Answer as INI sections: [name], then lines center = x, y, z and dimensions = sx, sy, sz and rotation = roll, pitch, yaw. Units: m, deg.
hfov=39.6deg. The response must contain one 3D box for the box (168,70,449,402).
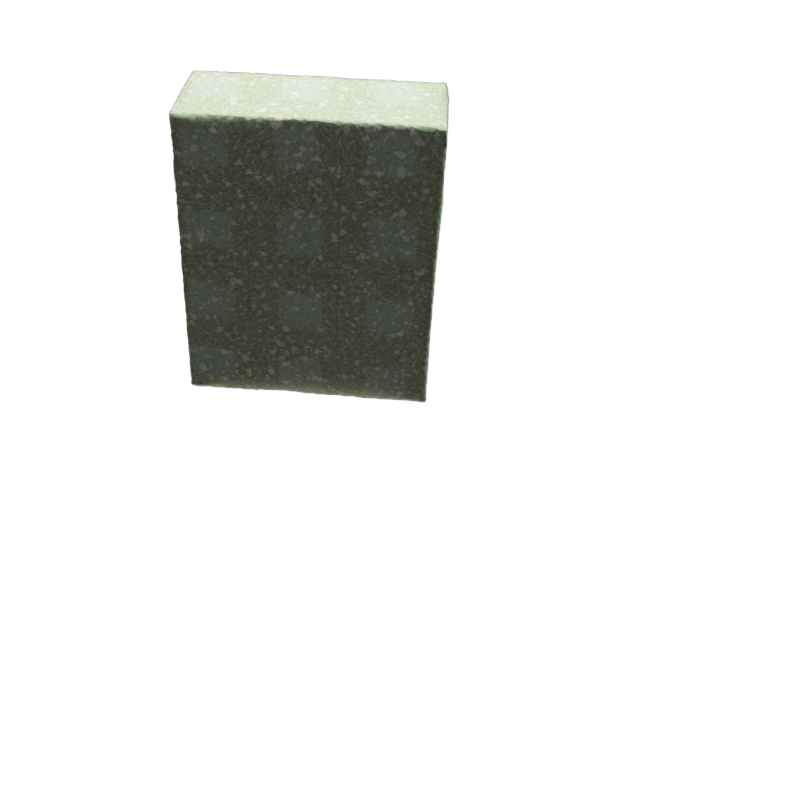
[box]
center = -0.056, -0.103, 0.721
dimensions = 0.165, 0.200, 0.076
rotation = 5, 37, 4
